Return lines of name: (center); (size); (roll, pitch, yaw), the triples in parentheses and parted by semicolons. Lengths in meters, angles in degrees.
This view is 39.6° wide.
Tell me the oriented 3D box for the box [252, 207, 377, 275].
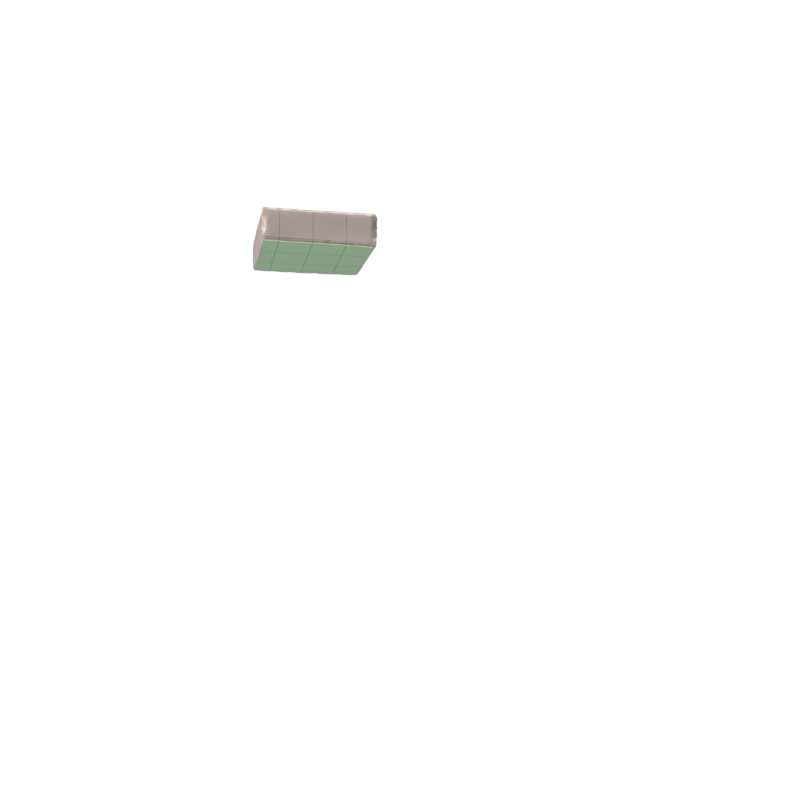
box: (-0.068, -0.124, 0.865); (0.088, 0.031, 0.071); (2, -13, -10)
